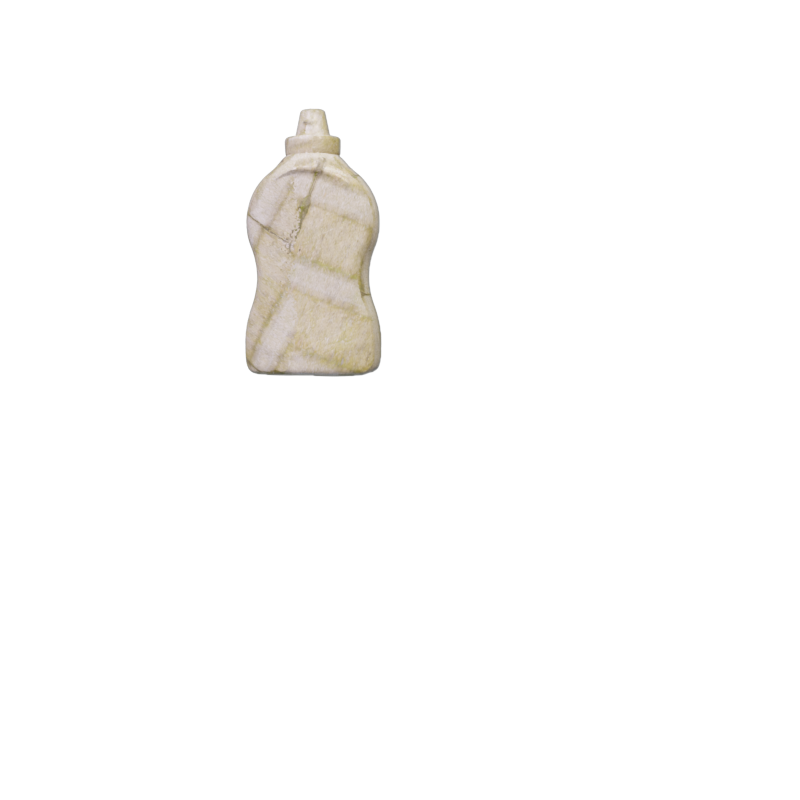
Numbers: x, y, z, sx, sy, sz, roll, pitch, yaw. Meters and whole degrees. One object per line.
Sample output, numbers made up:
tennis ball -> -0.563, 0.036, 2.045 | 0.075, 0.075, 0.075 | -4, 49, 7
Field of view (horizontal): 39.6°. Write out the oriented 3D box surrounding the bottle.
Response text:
bottle -> -0.063, -0.115, 0.804 | 0.098, 0.193, 0.057 | 0, -2, 14
